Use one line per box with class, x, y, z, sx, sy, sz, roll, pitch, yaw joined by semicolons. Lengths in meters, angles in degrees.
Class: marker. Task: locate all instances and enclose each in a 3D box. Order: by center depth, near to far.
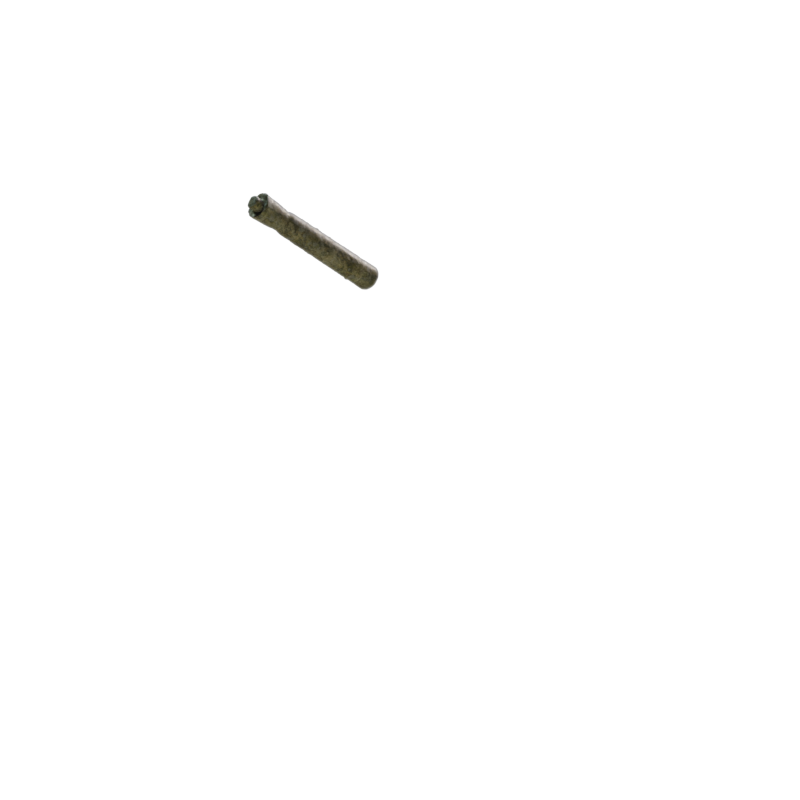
marker;-0.060;-0.110;0.770;0.021;0.020;0.113;4;-20;48
